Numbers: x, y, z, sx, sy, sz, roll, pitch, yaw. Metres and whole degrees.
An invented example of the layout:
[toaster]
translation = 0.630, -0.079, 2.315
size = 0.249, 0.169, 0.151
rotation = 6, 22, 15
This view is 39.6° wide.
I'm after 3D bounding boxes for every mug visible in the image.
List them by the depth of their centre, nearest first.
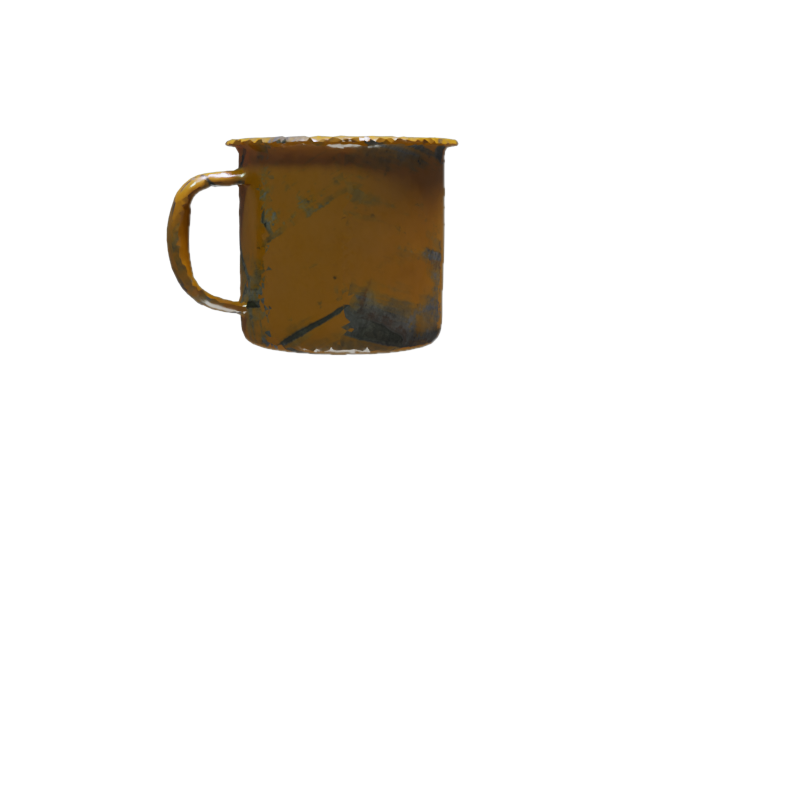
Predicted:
[mug]
translation = -0.035, -0.063, 0.442
size = 0.114, 0.080, 0.097
rotation = -3, 9, -21
